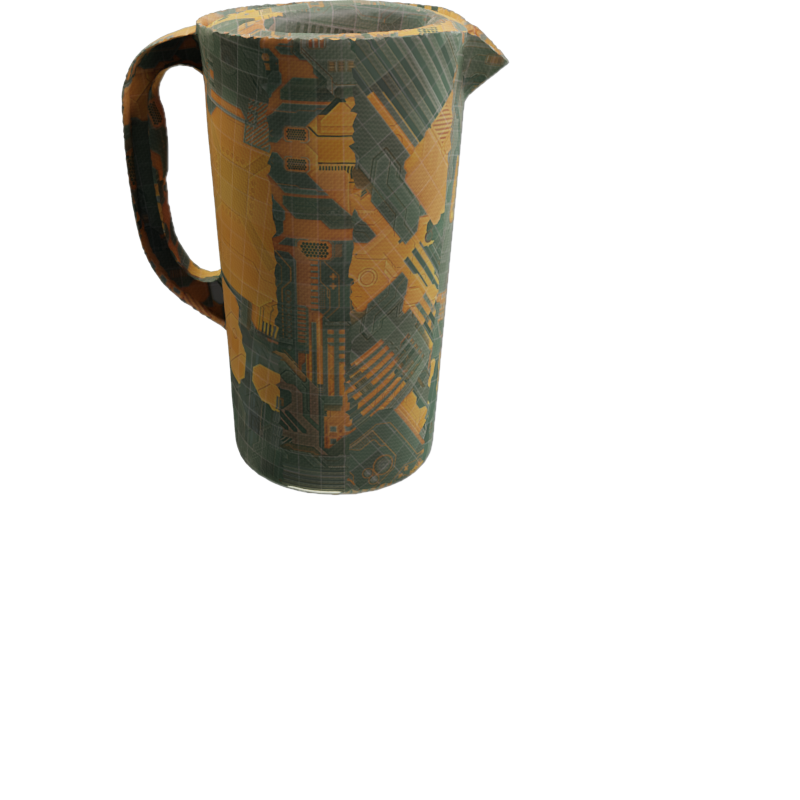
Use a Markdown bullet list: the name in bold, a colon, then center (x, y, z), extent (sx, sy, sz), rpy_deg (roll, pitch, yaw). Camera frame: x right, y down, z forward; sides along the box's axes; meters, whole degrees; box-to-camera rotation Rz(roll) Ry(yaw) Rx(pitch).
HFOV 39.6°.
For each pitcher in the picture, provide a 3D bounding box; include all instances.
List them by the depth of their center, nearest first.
- **pitcher**: center (-0.045, -0.081, 0.570), extent (0.142, 0.232, 0.159), rpy_deg (-17, 28, -39)
